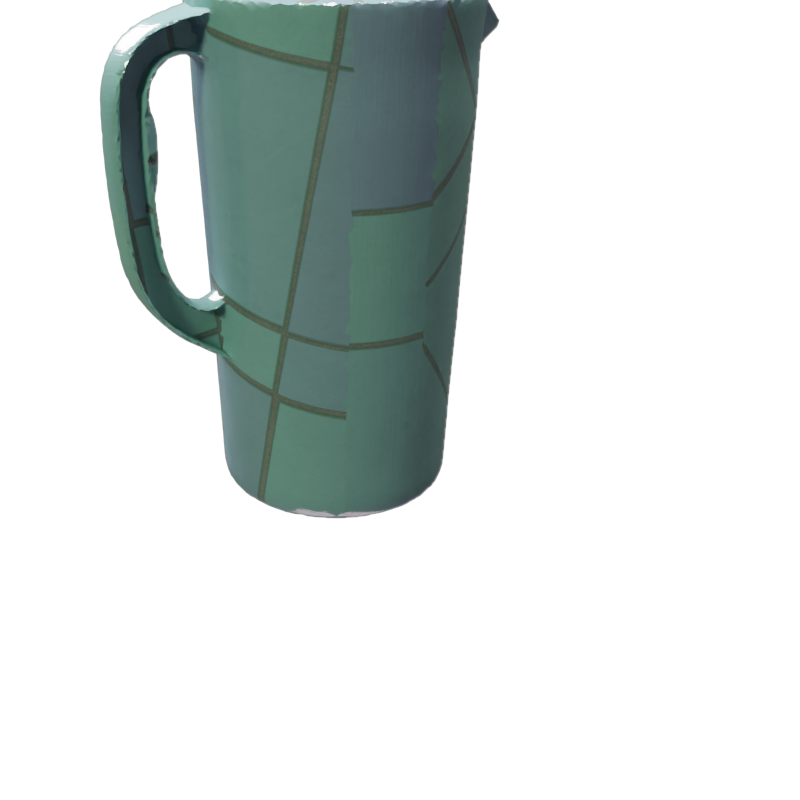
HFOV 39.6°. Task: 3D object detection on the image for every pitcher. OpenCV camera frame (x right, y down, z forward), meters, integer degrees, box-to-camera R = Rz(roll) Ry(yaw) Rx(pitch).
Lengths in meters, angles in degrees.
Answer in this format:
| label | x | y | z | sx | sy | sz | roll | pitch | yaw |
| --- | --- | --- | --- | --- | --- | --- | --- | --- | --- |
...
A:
| label | x | y | z | sx | sy | sz | roll | pitch | yaw |
| --- | --- | --- | --- | --- | --- | --- | --- | --- | --- |
| pitcher | -0.040 | -0.073 | 0.512 | 0.152 | 0.233 | 0.148 | 6 | 20 | 13 |
